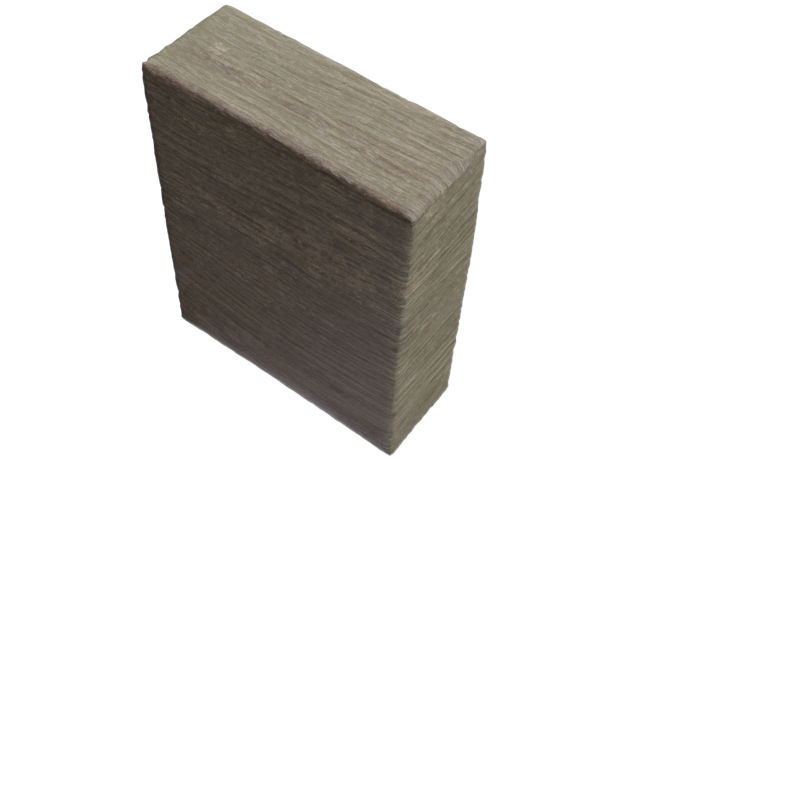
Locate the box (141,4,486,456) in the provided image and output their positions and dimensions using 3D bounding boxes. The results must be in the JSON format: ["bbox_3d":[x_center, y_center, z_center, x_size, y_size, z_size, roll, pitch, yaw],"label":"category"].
[{"bbox_3d":[-0.047,-0.086,0.600,0.172,0.073,0.200,34,-30,20],"label":"box"}]
